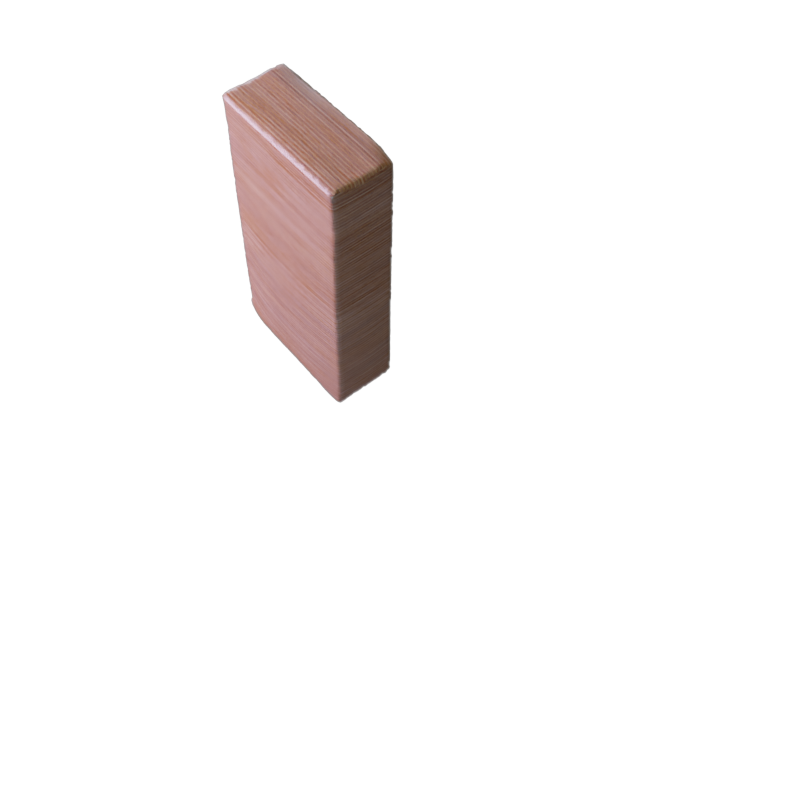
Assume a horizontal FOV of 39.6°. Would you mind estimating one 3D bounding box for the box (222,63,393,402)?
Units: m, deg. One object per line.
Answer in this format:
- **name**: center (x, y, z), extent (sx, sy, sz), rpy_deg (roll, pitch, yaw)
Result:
- **box**: center (-0.047, -0.086, 0.599), extent (0.048, 0.100, 0.165), rpy_deg (-30, -29, -23)
